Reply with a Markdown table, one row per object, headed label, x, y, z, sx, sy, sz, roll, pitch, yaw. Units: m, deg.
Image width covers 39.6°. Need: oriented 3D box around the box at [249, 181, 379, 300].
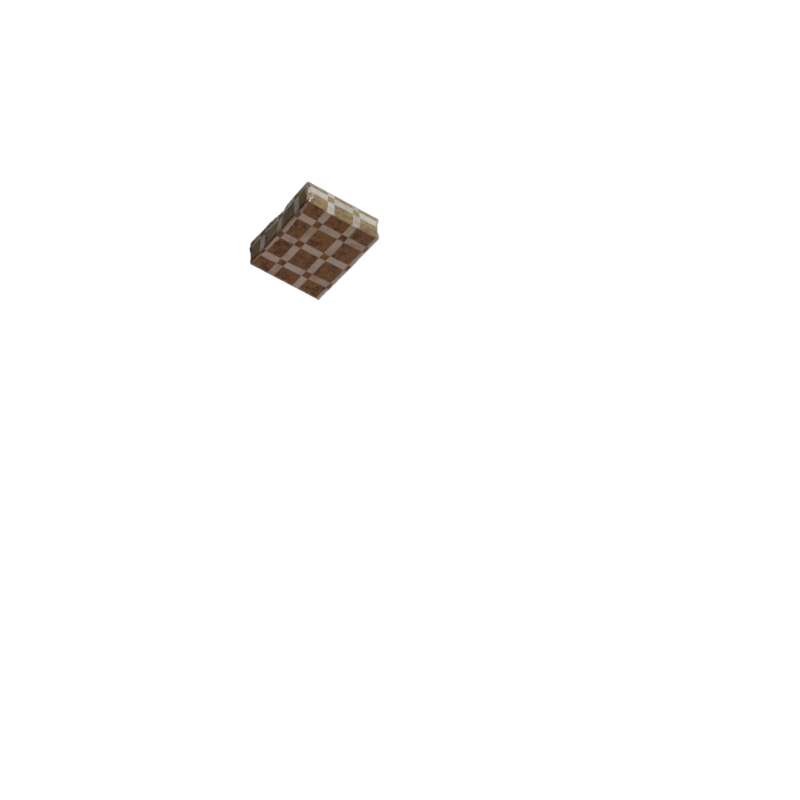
| label | x | y | z | sx | sy | sz | roll | pitch | yaw |
| --- | --- | --- | --- | --- | --- | --- | --- | --- | --- |
| box | -0.073 | -0.132 | 0.928 | 0.069 | 0.032 | 0.087 | 27 | -50 | -27 |
